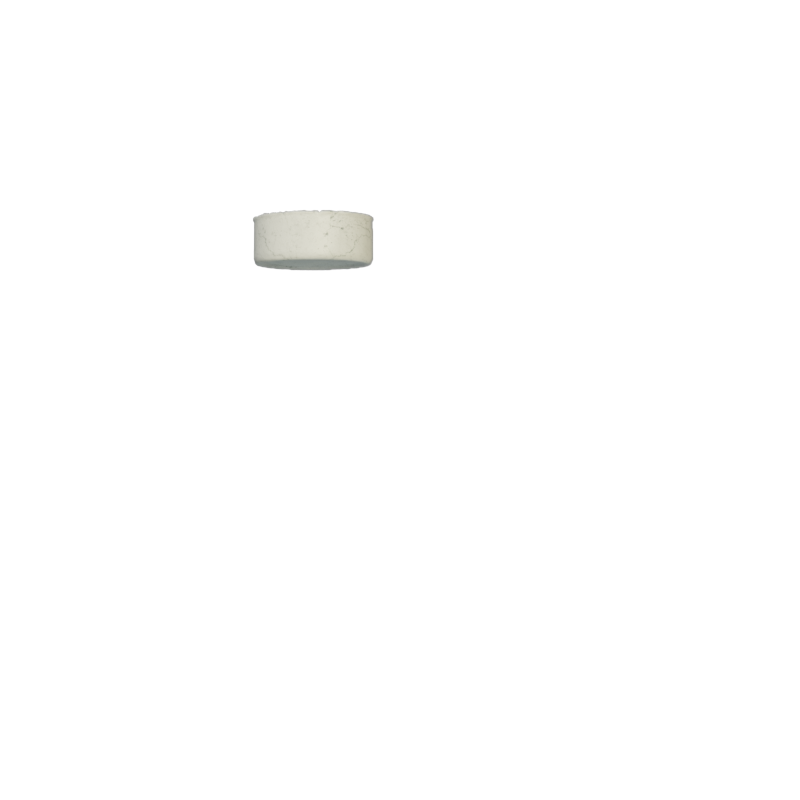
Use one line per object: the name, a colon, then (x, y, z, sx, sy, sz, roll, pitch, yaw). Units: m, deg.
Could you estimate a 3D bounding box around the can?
can: (-0.061, -0.112, 0.785, 0.086, 0.034, 0.085, 0, 0, -2)
